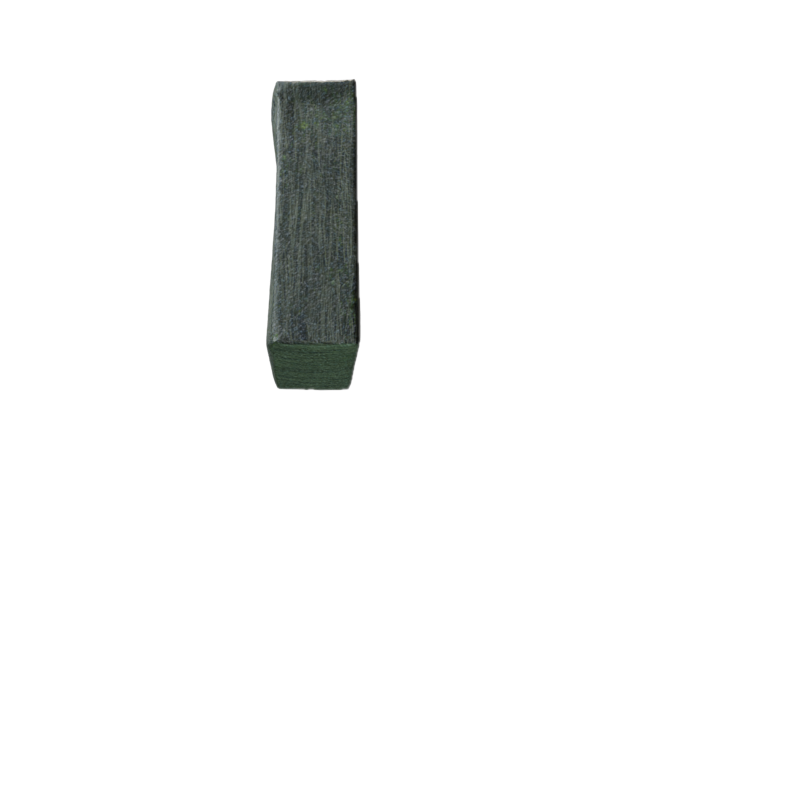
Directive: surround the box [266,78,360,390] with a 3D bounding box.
[{"bbox_3d":[-0.070,-0.128,0.896,0.072,0.223,0.158,0,-15,-4],"label":"box"}]
